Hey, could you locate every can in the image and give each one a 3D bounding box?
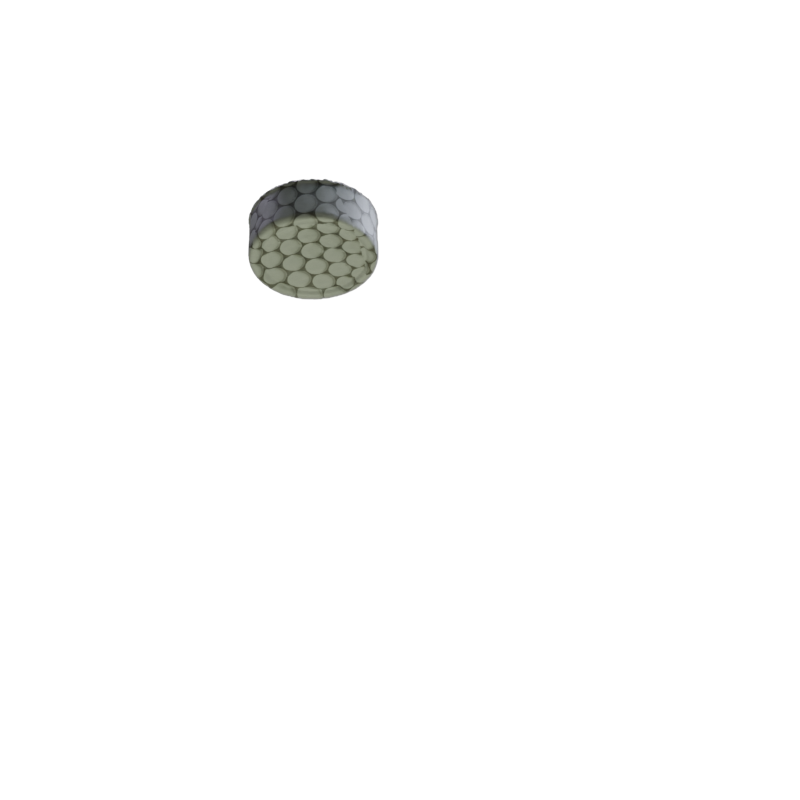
[{"bbox_3d":[-0.057,-0.103,0.724,0.086,0.036,0.080,1,-36,-2],"label":"can"}]
